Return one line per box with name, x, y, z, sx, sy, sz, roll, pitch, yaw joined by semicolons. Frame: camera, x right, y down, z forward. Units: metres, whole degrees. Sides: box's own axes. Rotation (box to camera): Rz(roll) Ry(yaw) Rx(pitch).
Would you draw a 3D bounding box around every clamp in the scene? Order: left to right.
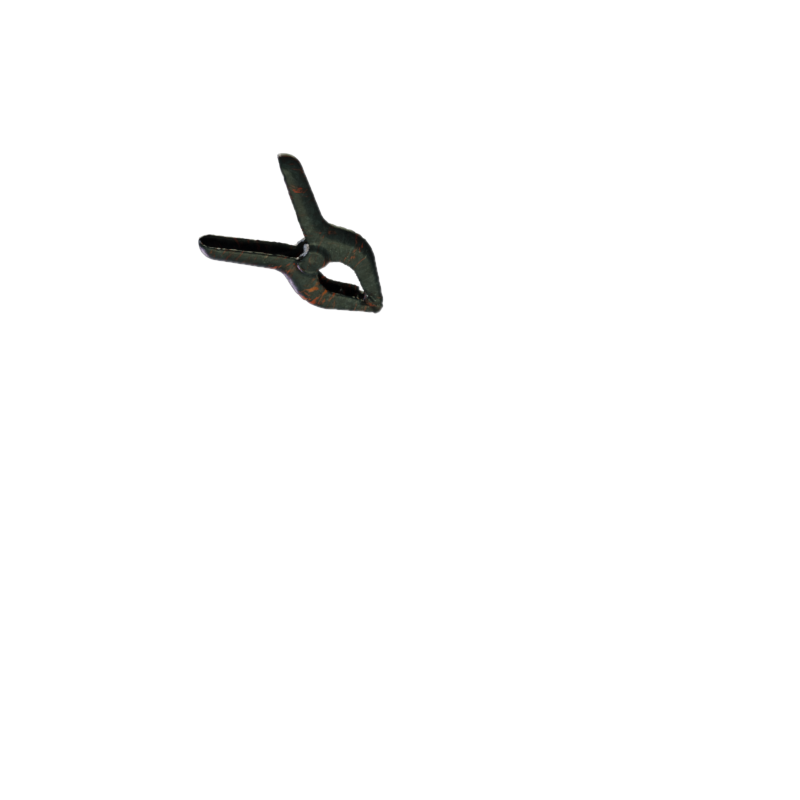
clamp;-0.075;-0.138;0.964;0.164;0.042;0.117;26;-55;-21
